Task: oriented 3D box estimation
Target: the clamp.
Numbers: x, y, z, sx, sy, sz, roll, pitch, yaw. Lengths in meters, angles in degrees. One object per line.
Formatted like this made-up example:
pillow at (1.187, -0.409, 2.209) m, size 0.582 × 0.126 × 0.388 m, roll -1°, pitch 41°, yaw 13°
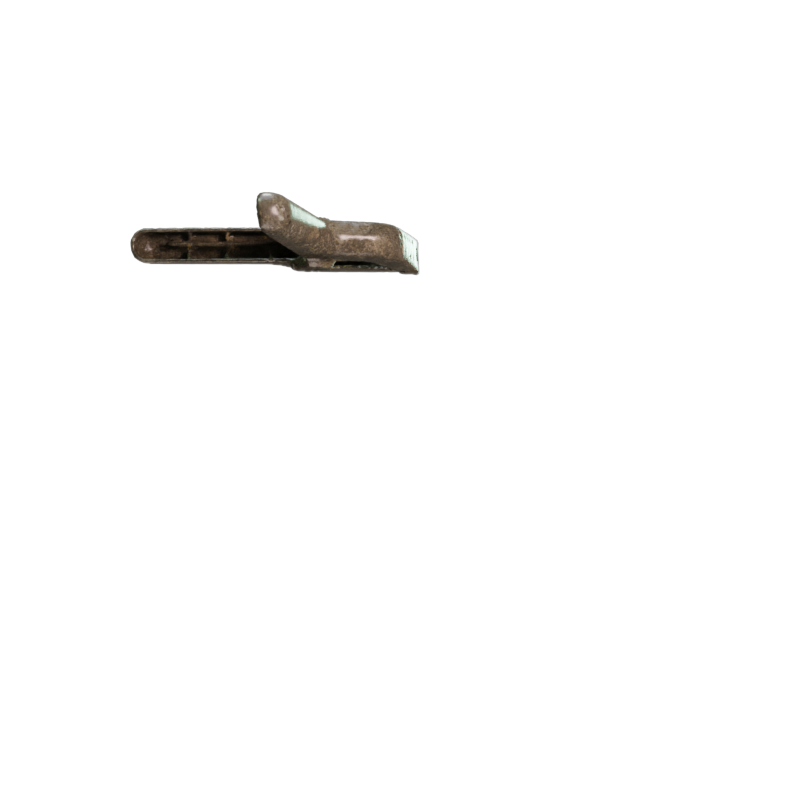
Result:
clamp at (-0.060, -0.110, 0.770) m, size 0.202 × 0.037 × 0.169 m, roll 1°, pitch -2°, yaw -34°
